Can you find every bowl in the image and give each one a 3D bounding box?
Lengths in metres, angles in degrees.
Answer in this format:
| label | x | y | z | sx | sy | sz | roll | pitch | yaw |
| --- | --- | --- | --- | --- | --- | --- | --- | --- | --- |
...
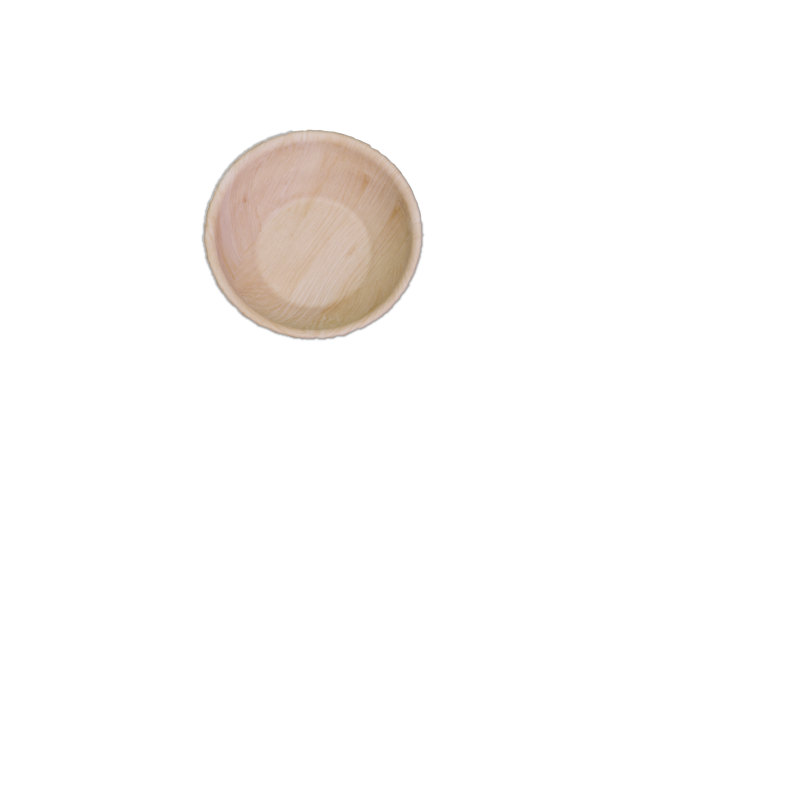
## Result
| label | x | y | z | sx | sy | sz | roll | pitch | yaw |
| --- | --- | --- | --- | --- | --- | --- | --- | --- | --- |
| bowl | -0.066 | -0.120 | 0.840 | 0.162 | 0.168 | 0.053 | -1 | -16 | -1 |
